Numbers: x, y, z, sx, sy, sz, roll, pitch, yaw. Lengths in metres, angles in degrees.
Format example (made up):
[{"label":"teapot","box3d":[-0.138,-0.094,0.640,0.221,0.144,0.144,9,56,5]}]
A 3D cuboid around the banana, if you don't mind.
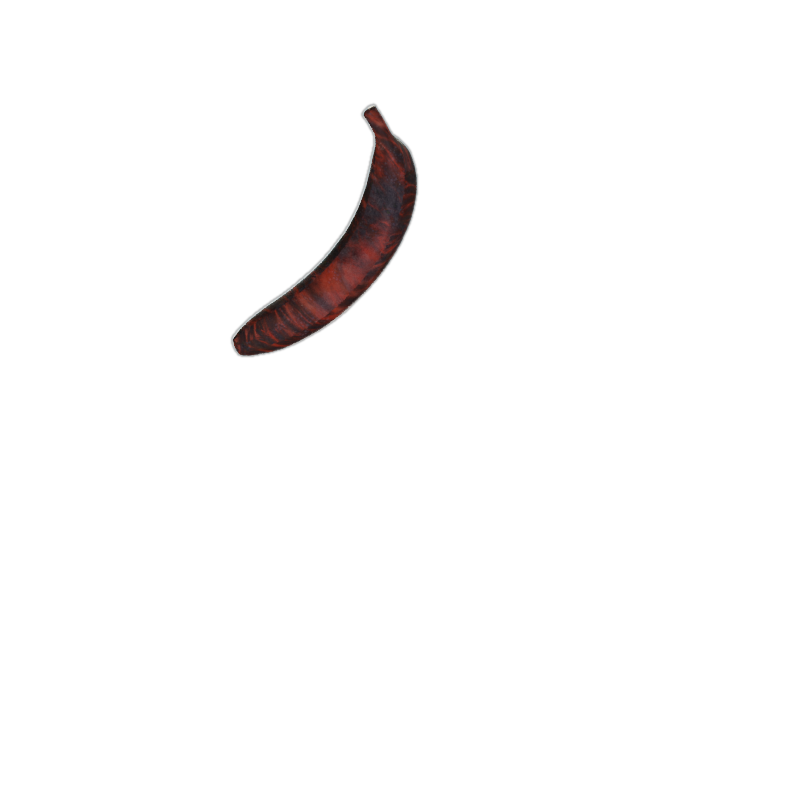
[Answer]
[{"label":"banana","box3d":[-0.041,-0.103,0.759,0.068,0.194,0.038,29,14,-9]}]
